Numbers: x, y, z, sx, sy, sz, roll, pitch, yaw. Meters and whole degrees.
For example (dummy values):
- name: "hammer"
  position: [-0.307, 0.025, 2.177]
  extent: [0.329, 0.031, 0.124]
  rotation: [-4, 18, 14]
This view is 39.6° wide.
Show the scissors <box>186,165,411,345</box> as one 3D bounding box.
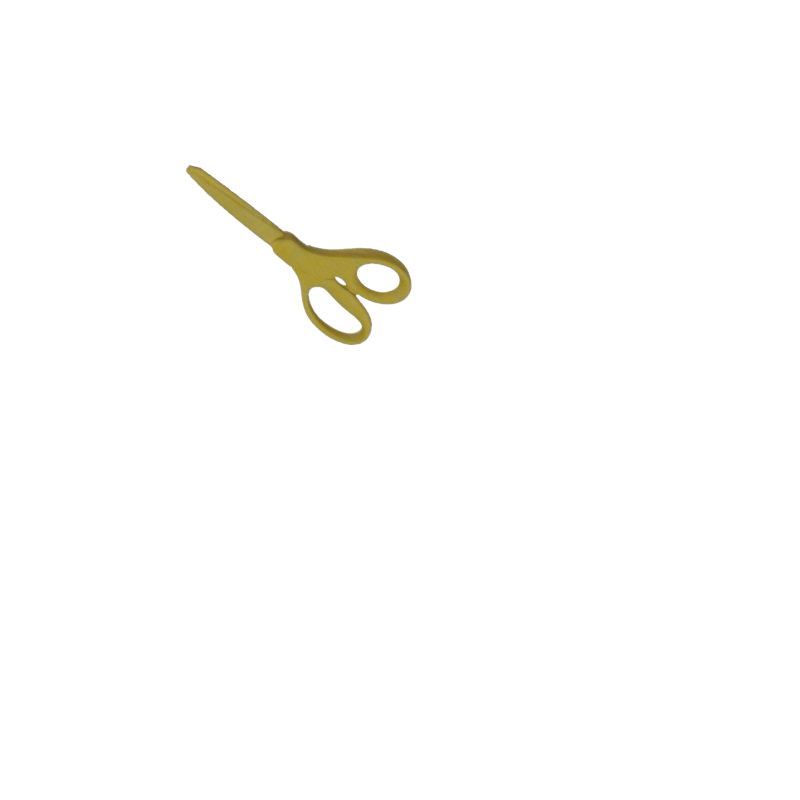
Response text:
- name: "scissors"
  position: [-0.065, -0.118, 0.827]
  extent: [0.096, 0.188, 0.017]
  rotation: [-24, 34, 17]
